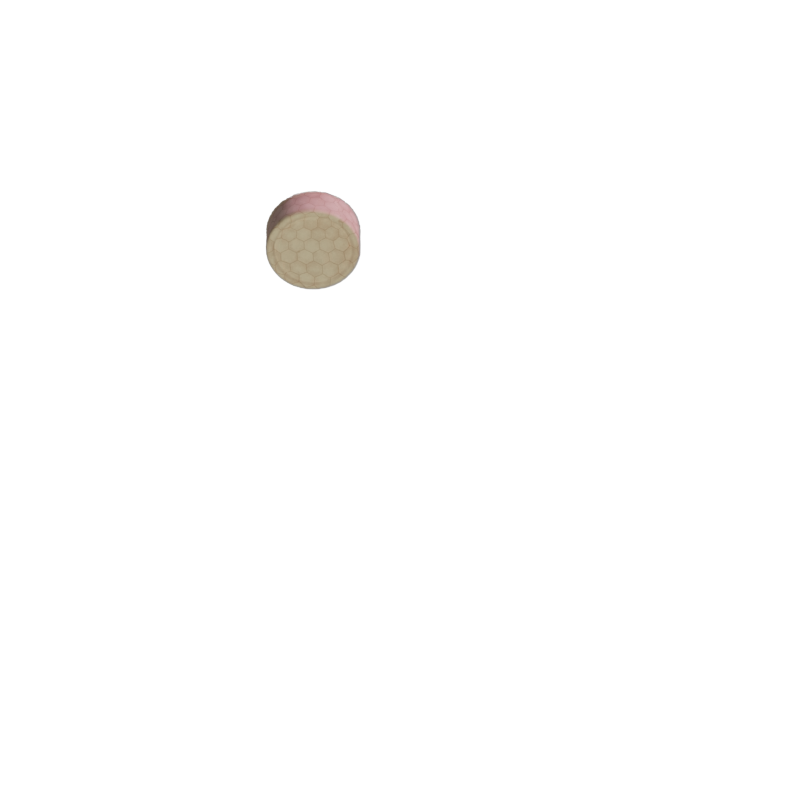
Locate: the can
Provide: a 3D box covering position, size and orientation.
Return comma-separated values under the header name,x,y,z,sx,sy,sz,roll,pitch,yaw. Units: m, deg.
name,x,y,z,sx,sy,sz,roll,pitch,yaw
can,-0.078,-0.142,0.992,0.086,0.080,0.036,1,35,-1
